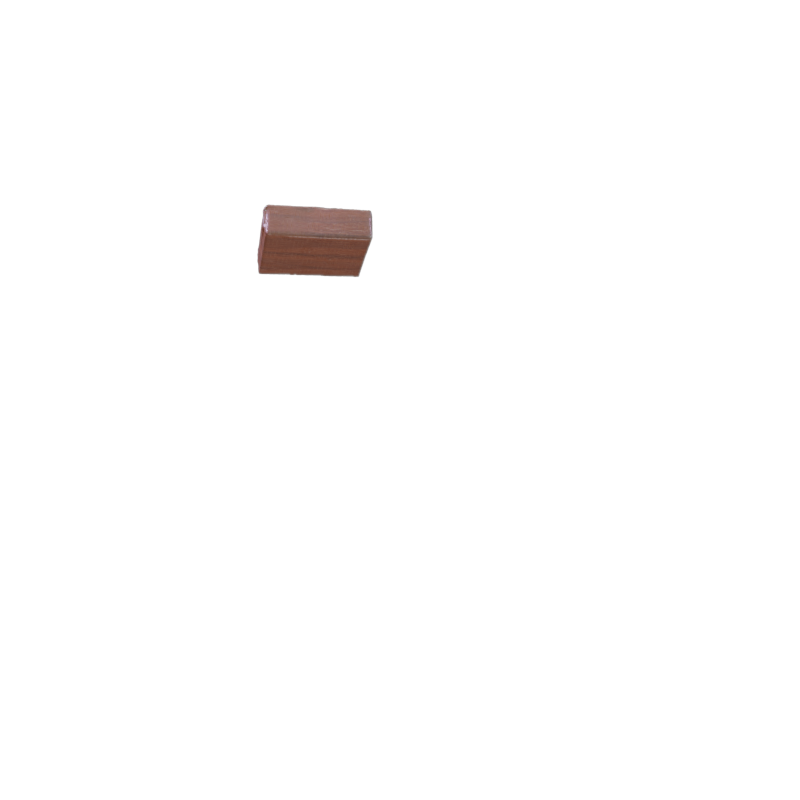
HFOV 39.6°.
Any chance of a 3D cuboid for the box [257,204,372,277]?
[{"bbox_3d":[-0.072,-0.131,0.916,0.088,0.032,0.070,3,-22,-7],"label":"box"}]
